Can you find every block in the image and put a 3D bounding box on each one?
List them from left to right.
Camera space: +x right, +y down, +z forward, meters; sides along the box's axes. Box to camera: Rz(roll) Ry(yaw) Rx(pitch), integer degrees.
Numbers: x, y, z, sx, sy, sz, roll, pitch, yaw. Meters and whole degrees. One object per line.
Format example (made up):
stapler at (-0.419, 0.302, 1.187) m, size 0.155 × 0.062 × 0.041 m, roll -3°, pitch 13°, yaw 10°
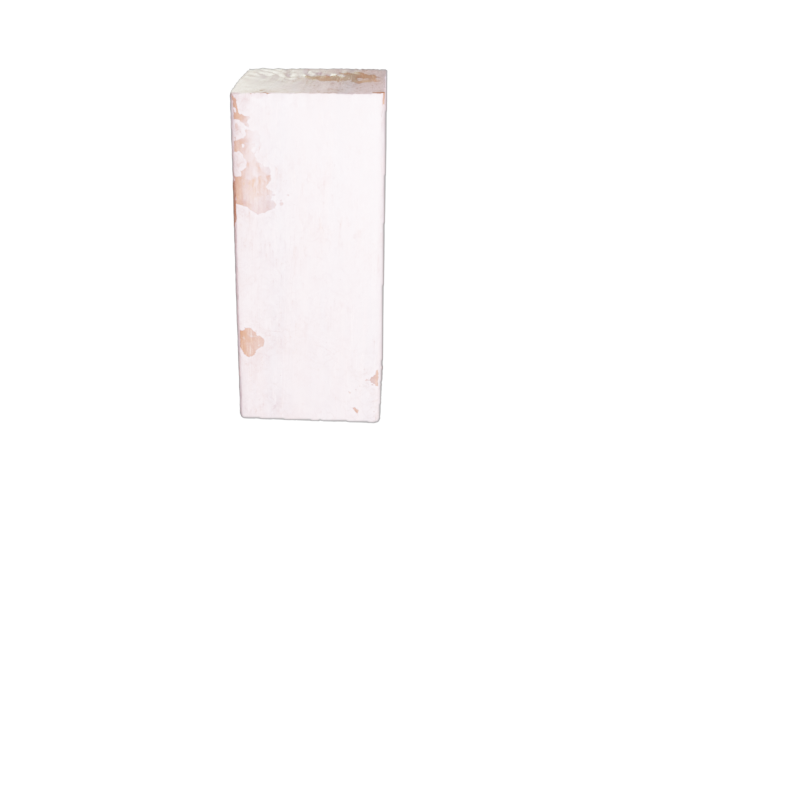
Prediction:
block at (-0.055, -0.099, 0.698) m, size 0.091 × 0.197 × 0.094 m, roll 2°, pitch 20°, yaw 2°
